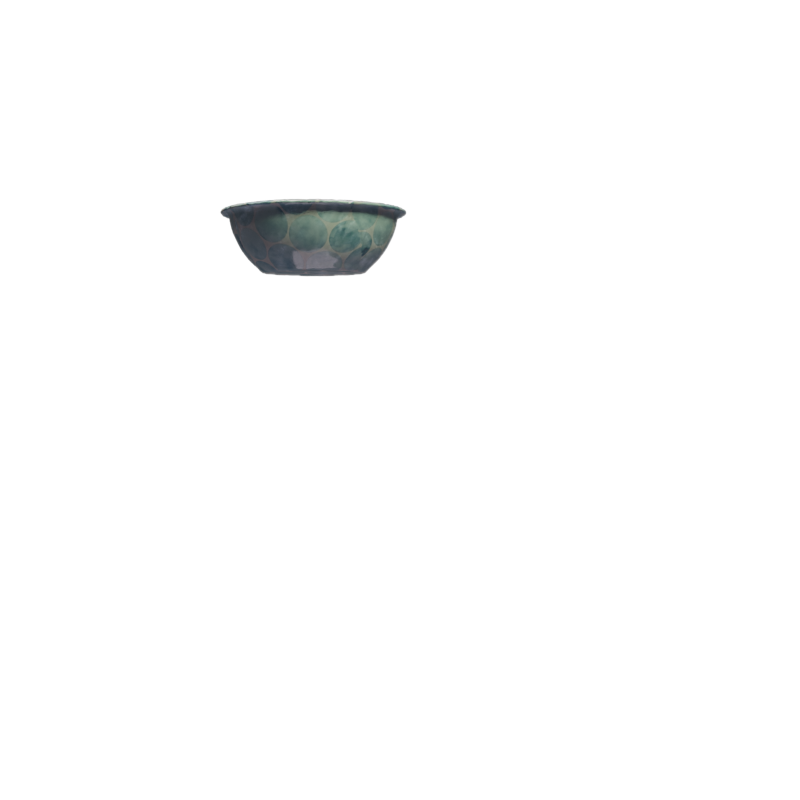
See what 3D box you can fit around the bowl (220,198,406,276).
[{"bbox_3d":[-0.076,-0.138,0.965,0.162,0.055,0.162,0,2,-2],"label":"bowl"}]
